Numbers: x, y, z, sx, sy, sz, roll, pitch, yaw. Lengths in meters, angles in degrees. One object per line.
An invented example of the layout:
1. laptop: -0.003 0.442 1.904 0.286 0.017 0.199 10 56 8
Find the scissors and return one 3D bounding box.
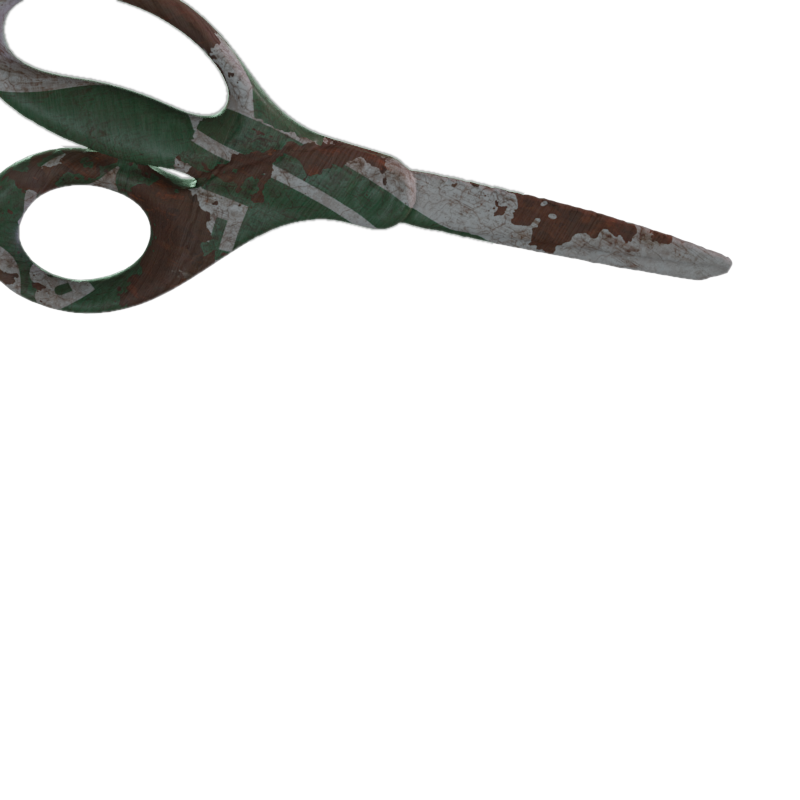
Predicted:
1. scissors: -0.023 -0.041 0.291 0.198 0.094 0.016 27 16 -8
